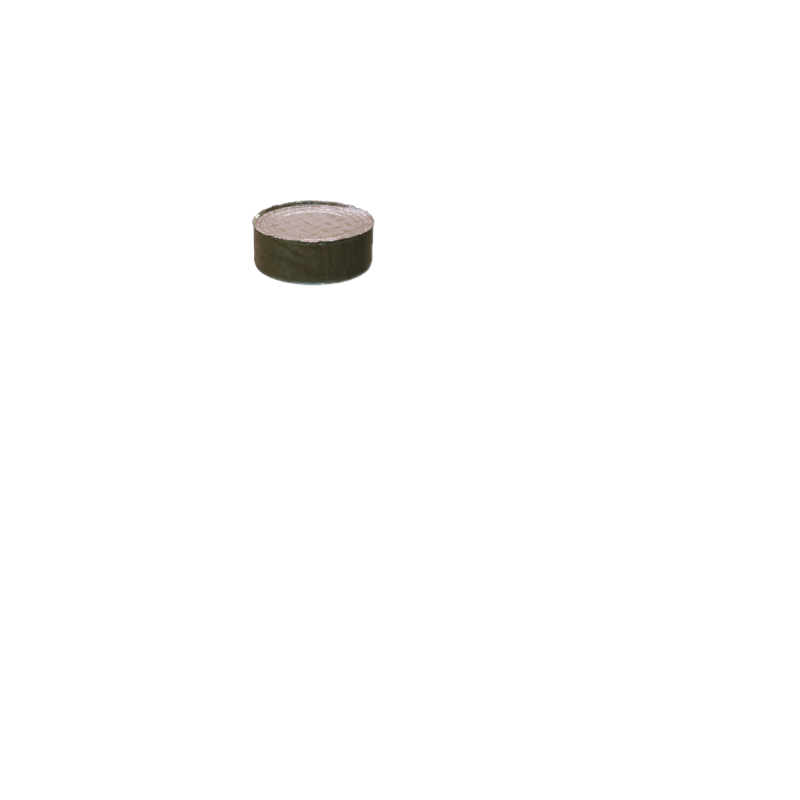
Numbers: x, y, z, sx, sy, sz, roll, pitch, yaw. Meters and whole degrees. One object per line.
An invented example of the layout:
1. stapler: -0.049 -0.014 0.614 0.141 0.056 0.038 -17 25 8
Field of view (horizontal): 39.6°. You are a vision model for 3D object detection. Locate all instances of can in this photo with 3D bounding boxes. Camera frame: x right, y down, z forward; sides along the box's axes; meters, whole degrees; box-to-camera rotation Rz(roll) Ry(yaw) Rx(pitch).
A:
1. can: -0.061 -0.112 0.783 0.086 0.032 0.091 -1 27 -2
